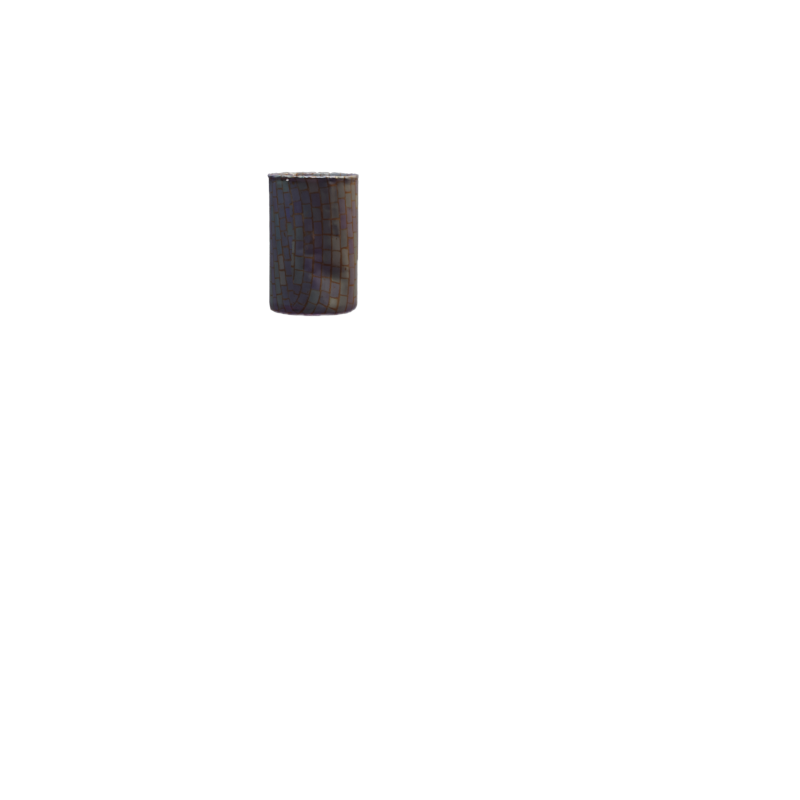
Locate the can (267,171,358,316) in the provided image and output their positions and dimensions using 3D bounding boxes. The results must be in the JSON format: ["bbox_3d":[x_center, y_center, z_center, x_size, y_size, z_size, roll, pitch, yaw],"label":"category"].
[{"bbox_3d":[-0.065,-0.118,0.829,0.068,0.100,0.070,0,9,-2],"label":"can"}]
